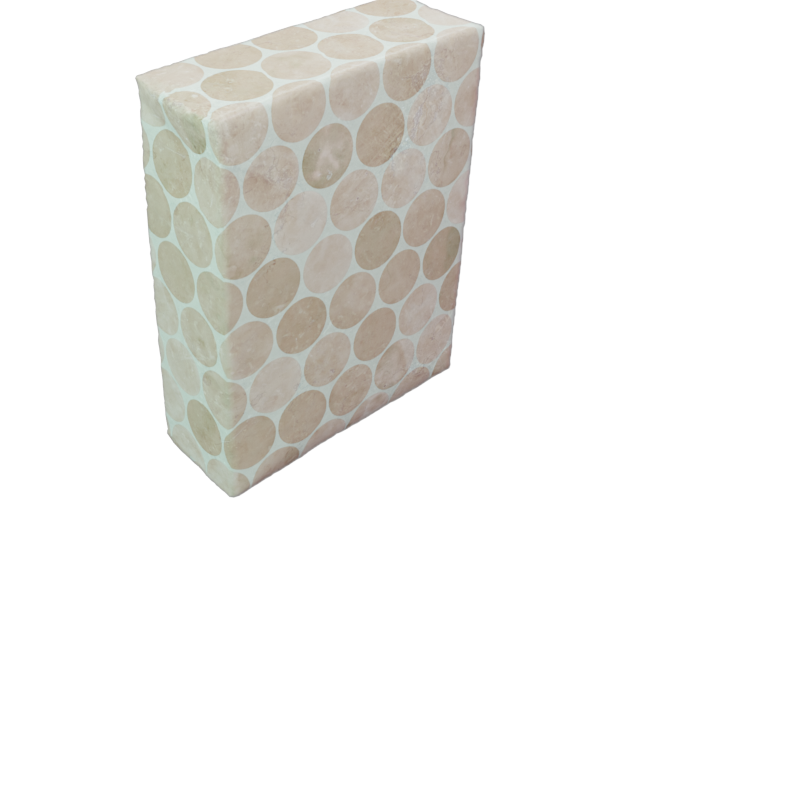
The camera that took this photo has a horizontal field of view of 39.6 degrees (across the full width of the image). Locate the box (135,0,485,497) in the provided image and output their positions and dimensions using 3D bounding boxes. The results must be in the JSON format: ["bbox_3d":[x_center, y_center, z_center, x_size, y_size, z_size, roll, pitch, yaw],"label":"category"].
[{"bbox_3d":[-0.044,-0.081,0.564,0.164,0.200,0.077,-28,46,-35],"label":"box"}]
